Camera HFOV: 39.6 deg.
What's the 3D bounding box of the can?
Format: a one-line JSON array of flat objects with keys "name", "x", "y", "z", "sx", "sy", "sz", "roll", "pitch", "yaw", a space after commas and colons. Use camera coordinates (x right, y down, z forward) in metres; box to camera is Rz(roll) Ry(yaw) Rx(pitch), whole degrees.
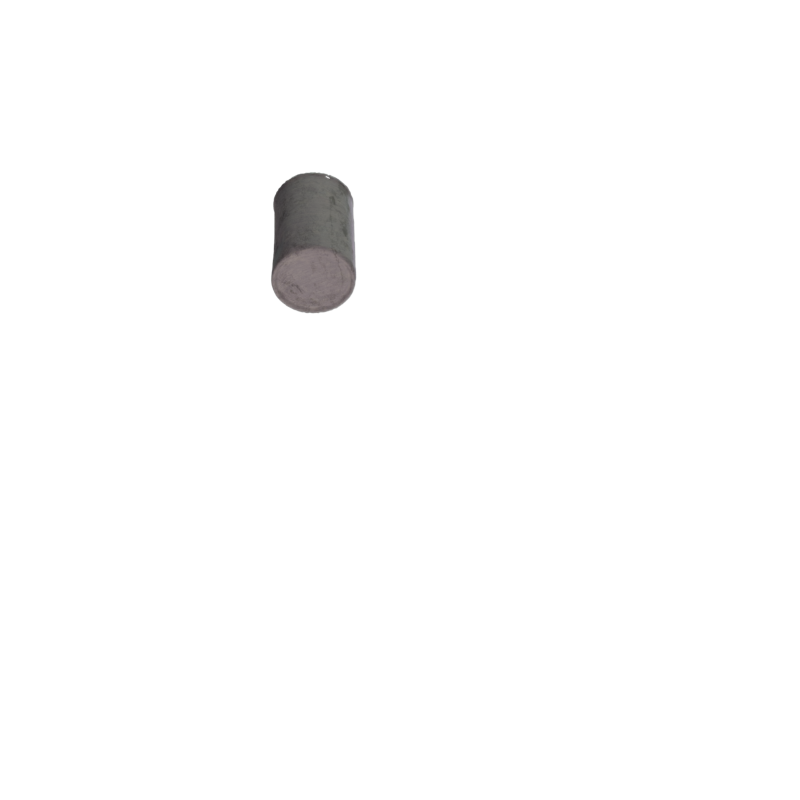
[{"name": "can", "x": -0.070, "y": -0.128, "z": 0.894, "sx": 0.068, "sy": 0.064, "sz": 0.110, "roll": -1, "pitch": 42, "yaw": -3}]
